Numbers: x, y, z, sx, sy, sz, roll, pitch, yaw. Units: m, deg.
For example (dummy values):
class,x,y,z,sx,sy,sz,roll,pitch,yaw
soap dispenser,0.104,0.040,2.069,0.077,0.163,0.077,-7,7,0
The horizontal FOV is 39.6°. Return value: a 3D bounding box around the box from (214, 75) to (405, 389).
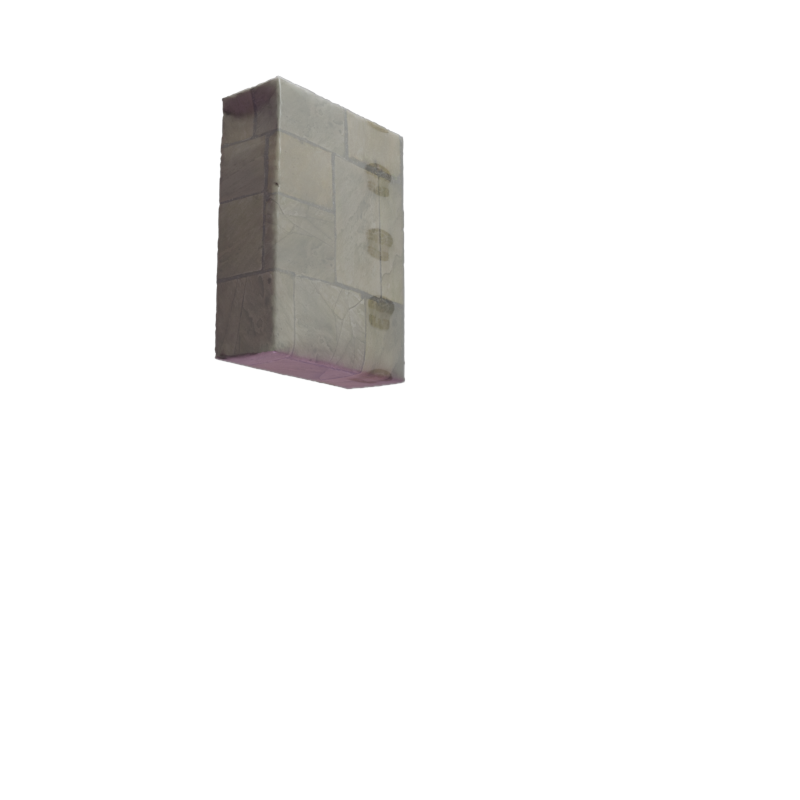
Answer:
class,x,y,z,sx,sy,sz,roll,pitch,yaw
box,-0.069,-0.125,0.879,0.073,0.222,0.155,-12,-18,36
